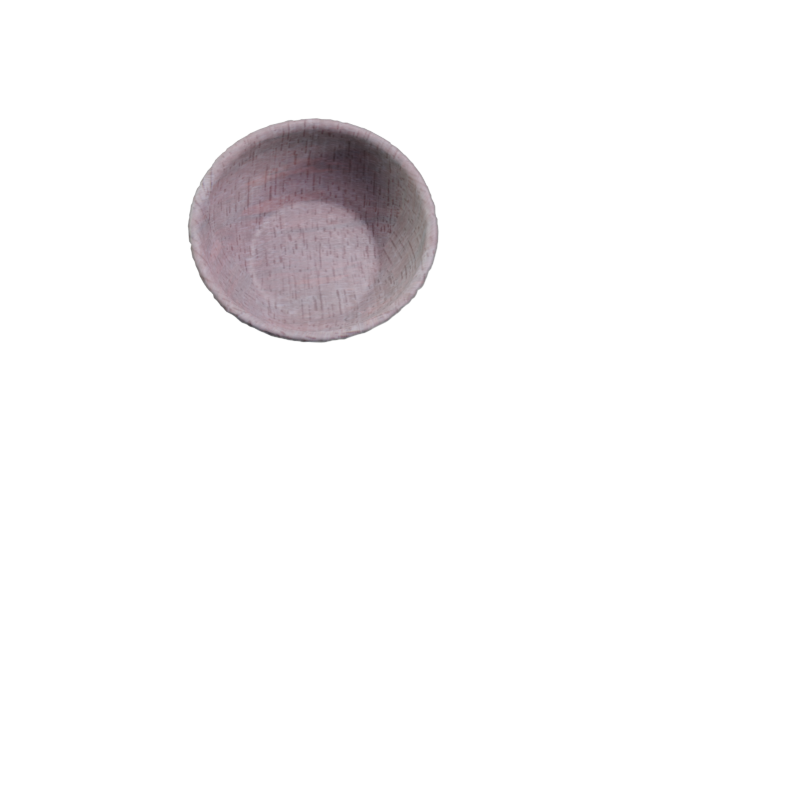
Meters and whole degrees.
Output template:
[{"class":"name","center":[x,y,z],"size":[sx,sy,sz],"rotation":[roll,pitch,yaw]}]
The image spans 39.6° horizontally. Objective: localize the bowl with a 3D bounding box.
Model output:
[{"class":"bowl","center":[-0.058,-0.105,0.739],"size":[0.162,0.171,0.052],"rotation":[-1,-24,-1]}]
